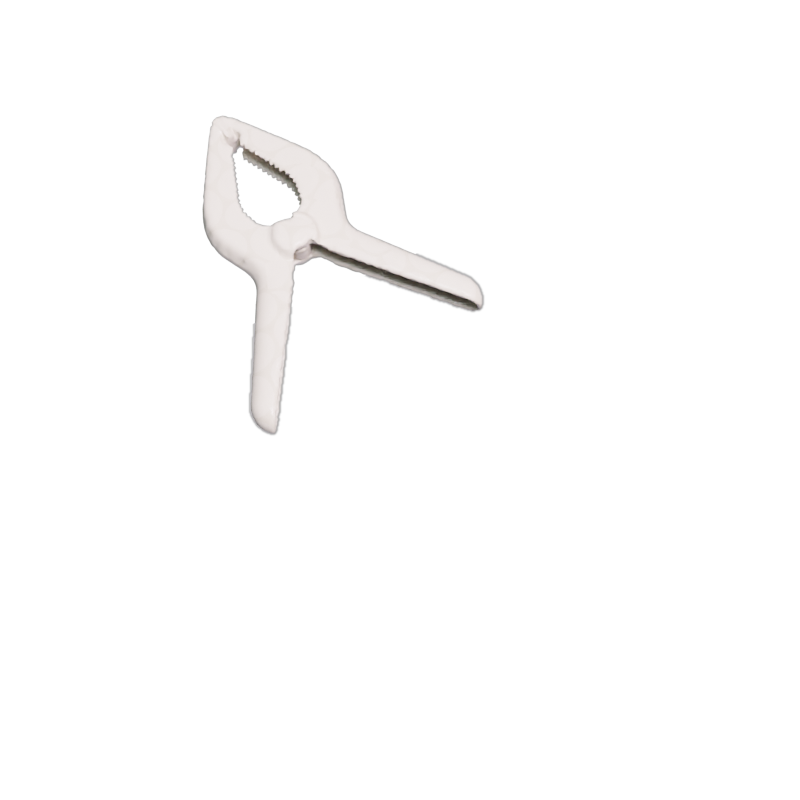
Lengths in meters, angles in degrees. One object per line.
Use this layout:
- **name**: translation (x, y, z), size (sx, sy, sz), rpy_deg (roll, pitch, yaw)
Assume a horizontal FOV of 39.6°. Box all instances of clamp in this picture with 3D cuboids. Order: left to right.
- **clamp**: translation (-0.056, -0.103, 0.722), size (0.164, 0.221, 0.035), rpy_deg (-24, -20, -9)
